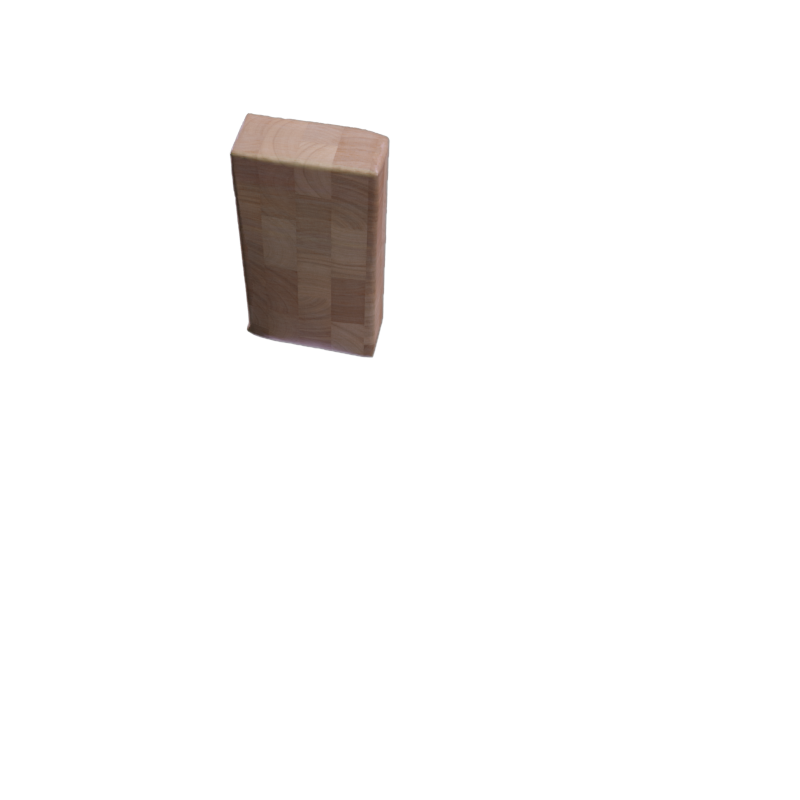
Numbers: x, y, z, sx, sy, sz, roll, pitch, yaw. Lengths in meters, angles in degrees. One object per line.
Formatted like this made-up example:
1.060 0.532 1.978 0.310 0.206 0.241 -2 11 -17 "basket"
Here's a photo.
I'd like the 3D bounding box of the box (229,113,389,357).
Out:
-0.056 -0.103 0.723 0.095 0.051 0.164 12 -41 7 "box"
